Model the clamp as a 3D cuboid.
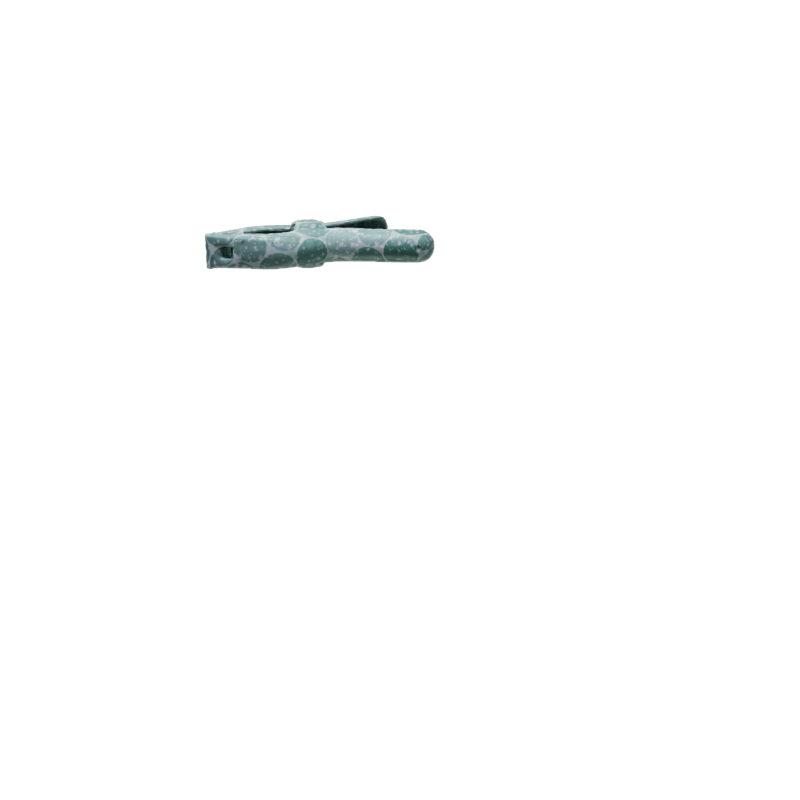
[{"bbox_3d":[-0.068,-0.125,0.875,0.170,0.039,0.123,-1,10,-8],"label":"clamp"}]
